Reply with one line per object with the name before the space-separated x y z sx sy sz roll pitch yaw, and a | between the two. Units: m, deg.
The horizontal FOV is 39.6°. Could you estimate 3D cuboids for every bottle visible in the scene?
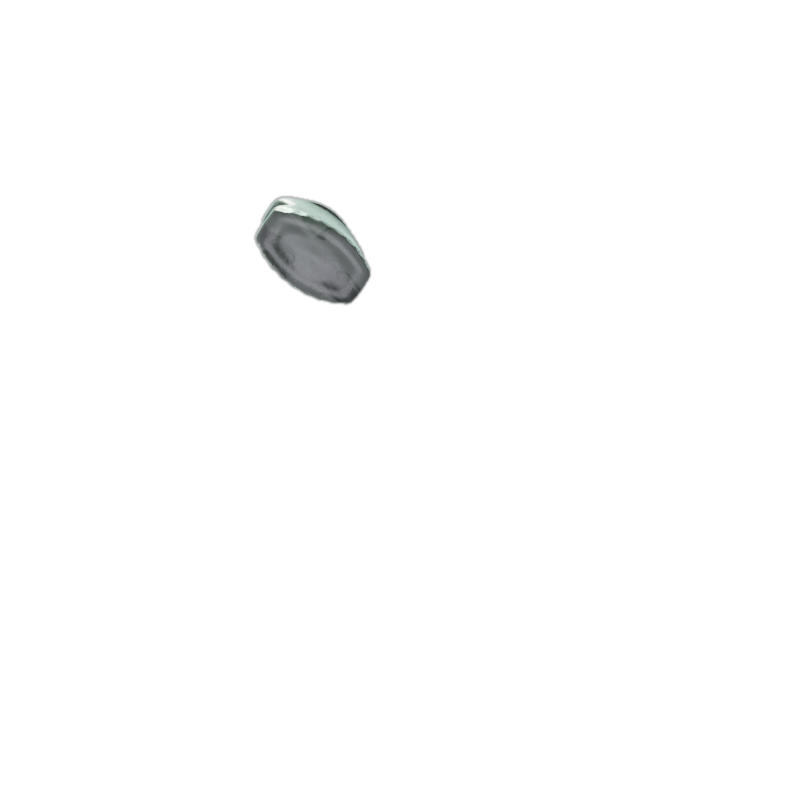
bottle | -0.076 -0.138 0.971 0.094 0.058 0.198 31 11 -11
